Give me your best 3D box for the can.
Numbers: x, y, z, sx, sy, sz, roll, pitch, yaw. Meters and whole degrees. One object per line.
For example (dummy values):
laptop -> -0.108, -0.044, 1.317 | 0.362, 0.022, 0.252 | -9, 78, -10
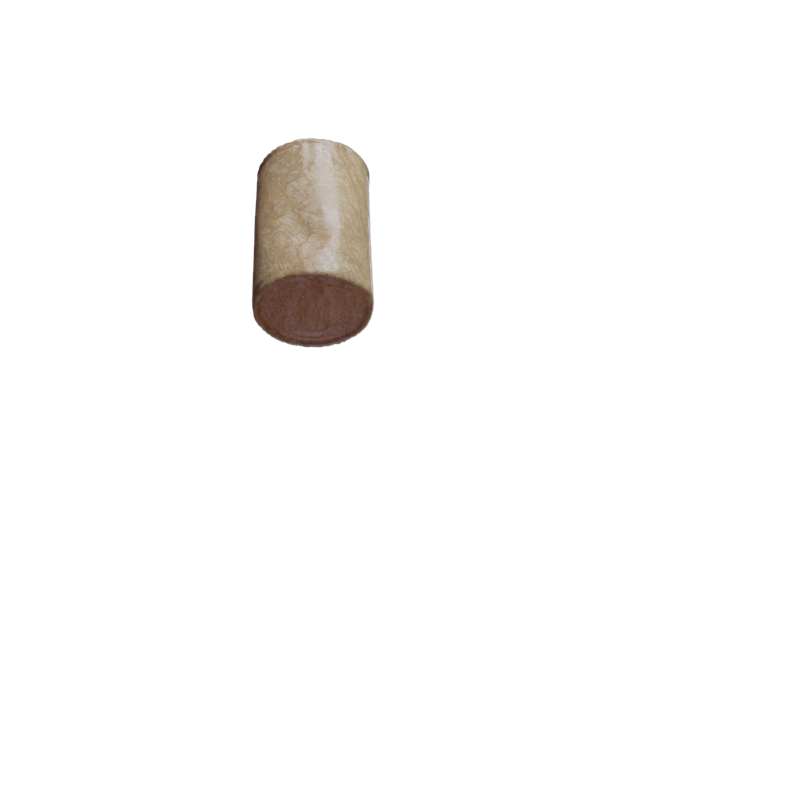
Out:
can -> -0.049, -0.090, 0.630 | 0.068, 0.110, 0.064 | -1, -38, -3
